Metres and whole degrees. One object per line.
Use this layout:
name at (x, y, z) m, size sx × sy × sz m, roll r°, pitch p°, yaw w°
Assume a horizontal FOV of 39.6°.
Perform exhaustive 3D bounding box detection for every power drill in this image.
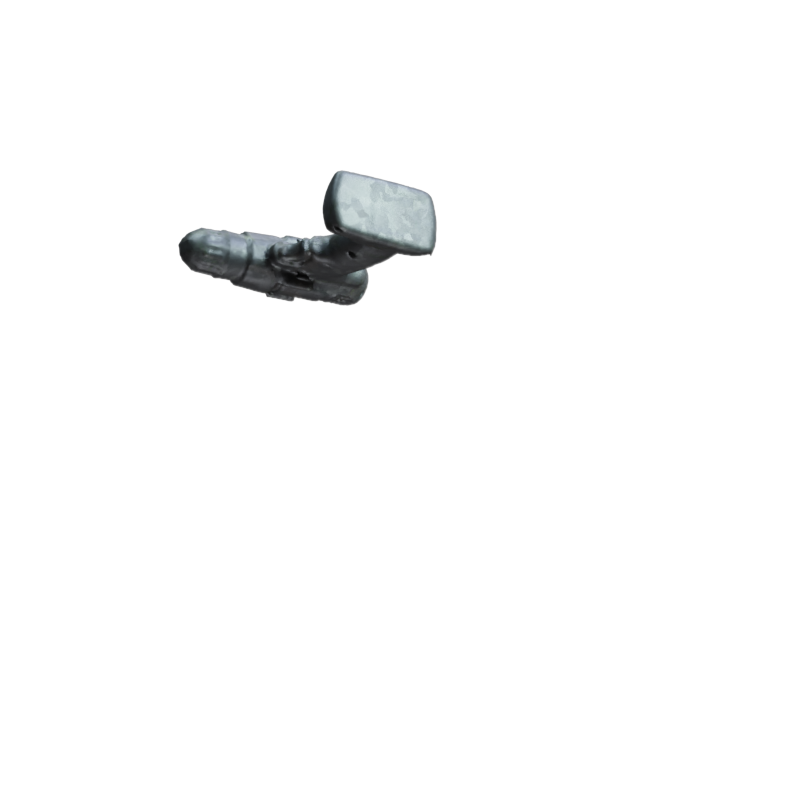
power drill at (-0.074, -0.135, 0.945) m, size 0.176 × 0.060 × 0.189 m, roll 8°, pitch -15°, yaw -32°
